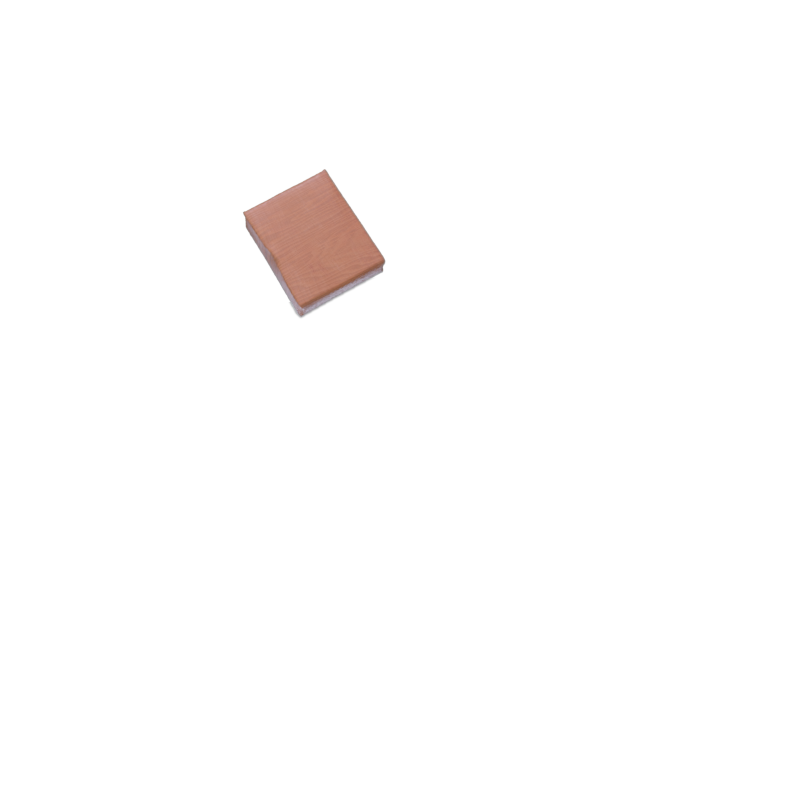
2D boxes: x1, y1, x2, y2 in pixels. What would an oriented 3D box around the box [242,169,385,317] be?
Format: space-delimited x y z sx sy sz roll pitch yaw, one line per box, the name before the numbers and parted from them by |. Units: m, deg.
box | -0.065 -0.118 0.829 0.073 0.094 0.029 -29 -18 -11
